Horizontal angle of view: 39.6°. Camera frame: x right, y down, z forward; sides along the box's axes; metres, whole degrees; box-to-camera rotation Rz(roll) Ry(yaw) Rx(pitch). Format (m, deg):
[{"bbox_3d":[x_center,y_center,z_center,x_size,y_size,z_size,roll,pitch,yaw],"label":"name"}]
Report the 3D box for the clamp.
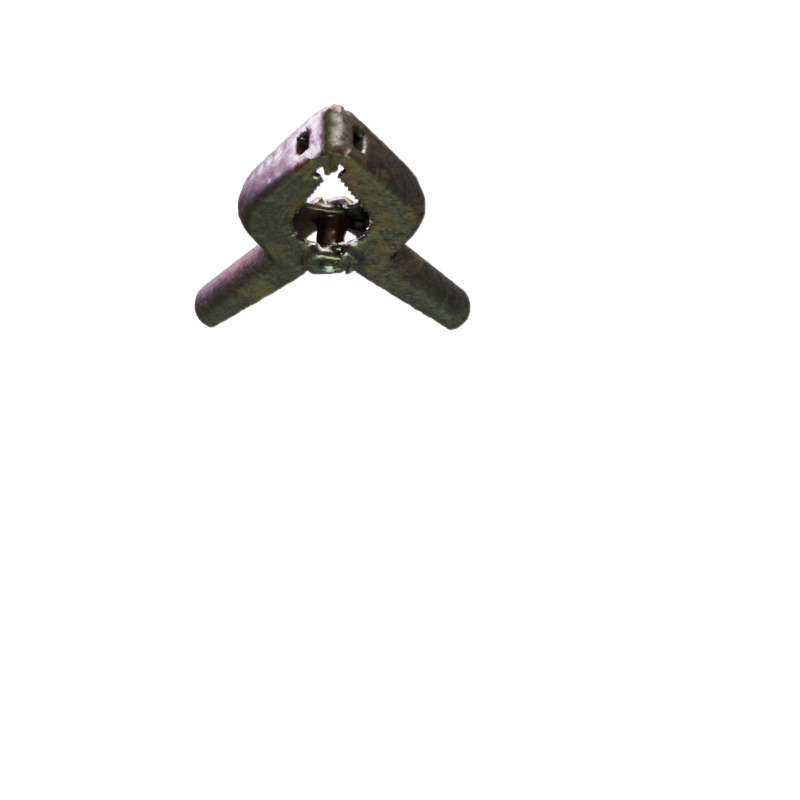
[{"bbox_3d":[-0.047,-0.085,0.594,0.166,0.038,0.197,-2,-22,5],"label":"clamp"}]
